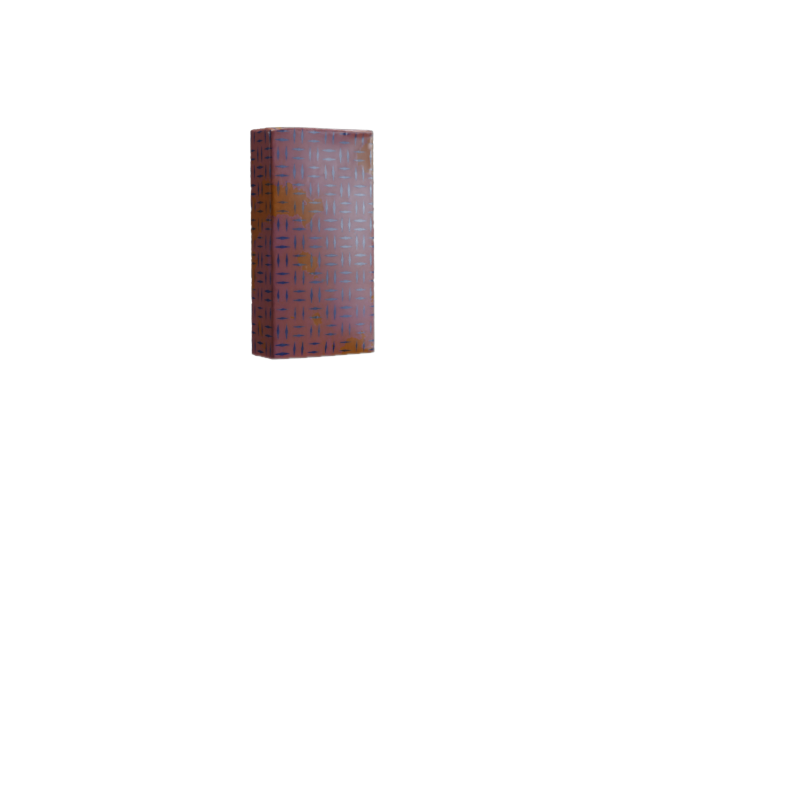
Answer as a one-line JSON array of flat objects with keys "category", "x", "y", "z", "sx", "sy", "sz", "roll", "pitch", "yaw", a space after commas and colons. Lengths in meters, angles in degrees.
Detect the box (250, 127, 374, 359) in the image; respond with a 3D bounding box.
[{"category": "box", "x": -0.068, "y": -0.123, "z": 0.865, "sx": 0.090, "sy": 0.175, "sz": 0.050, "roll": -3, "pitch": 5, "yaw": -29}]
